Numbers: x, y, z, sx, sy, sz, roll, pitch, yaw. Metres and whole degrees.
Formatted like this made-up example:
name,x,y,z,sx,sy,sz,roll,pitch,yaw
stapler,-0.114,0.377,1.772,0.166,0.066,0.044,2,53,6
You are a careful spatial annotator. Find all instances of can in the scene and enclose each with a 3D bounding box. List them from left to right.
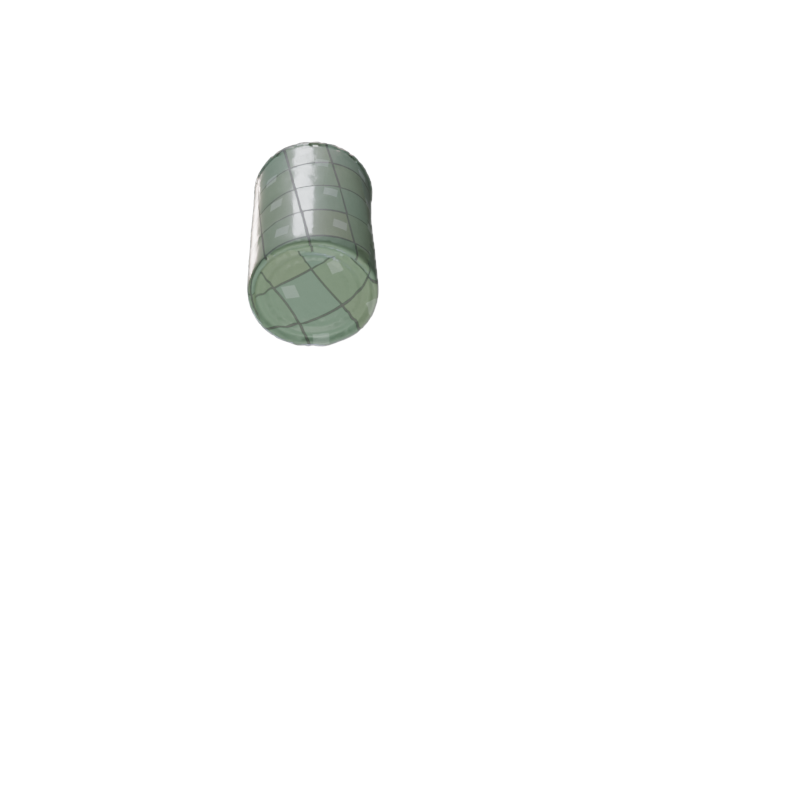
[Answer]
name,x,y,z,sx,sy,sz,roll,pitch,yaw
can,-0.047,-0.085,0.594,0.068,0.064,0.109,-1,38,-3
